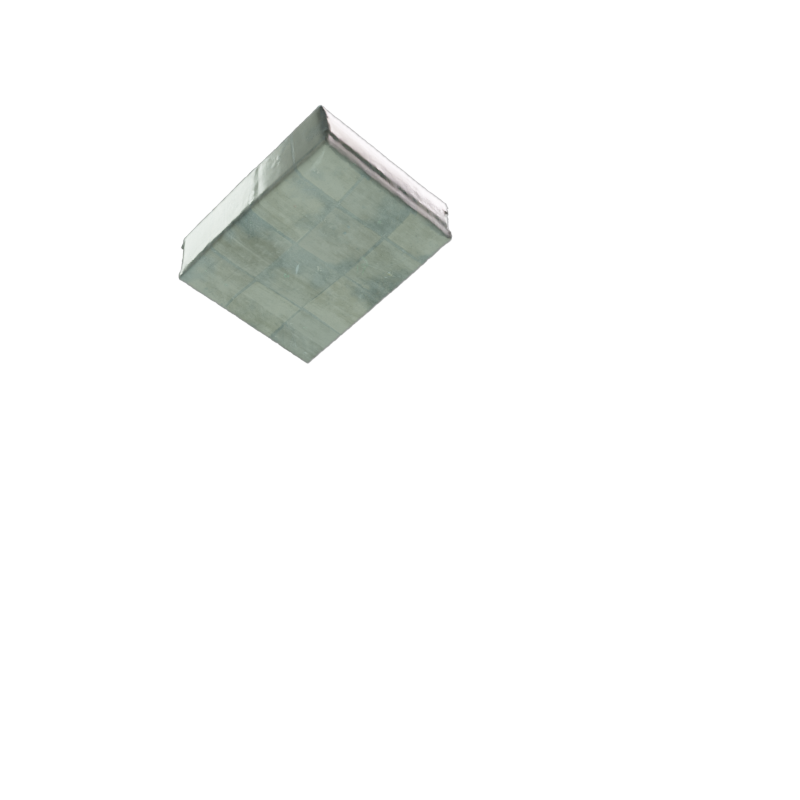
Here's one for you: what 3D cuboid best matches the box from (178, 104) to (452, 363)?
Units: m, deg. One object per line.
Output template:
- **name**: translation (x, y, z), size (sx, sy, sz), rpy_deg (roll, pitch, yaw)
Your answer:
- **box**: translation (-0.044, -0.081, 0.566), size (0.085, 0.042, 0.112), rpy_deg (36, -58, -28)
